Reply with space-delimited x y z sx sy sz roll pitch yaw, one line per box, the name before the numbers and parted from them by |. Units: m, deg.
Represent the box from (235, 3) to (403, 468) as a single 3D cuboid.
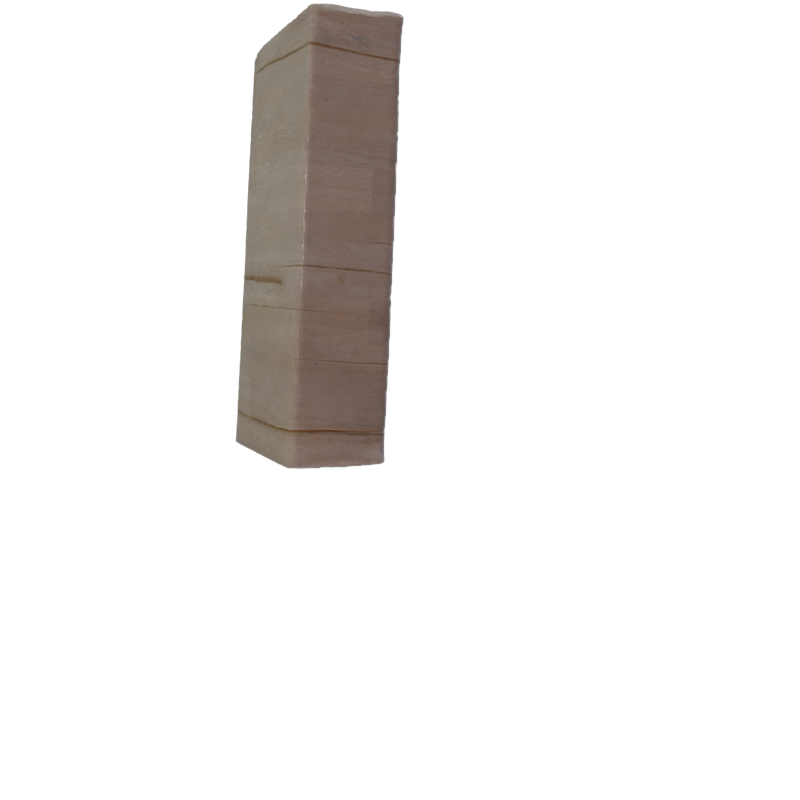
box | -0.036 -0.066 0.460 0.047 0.178 0.095 1 -3 -20
